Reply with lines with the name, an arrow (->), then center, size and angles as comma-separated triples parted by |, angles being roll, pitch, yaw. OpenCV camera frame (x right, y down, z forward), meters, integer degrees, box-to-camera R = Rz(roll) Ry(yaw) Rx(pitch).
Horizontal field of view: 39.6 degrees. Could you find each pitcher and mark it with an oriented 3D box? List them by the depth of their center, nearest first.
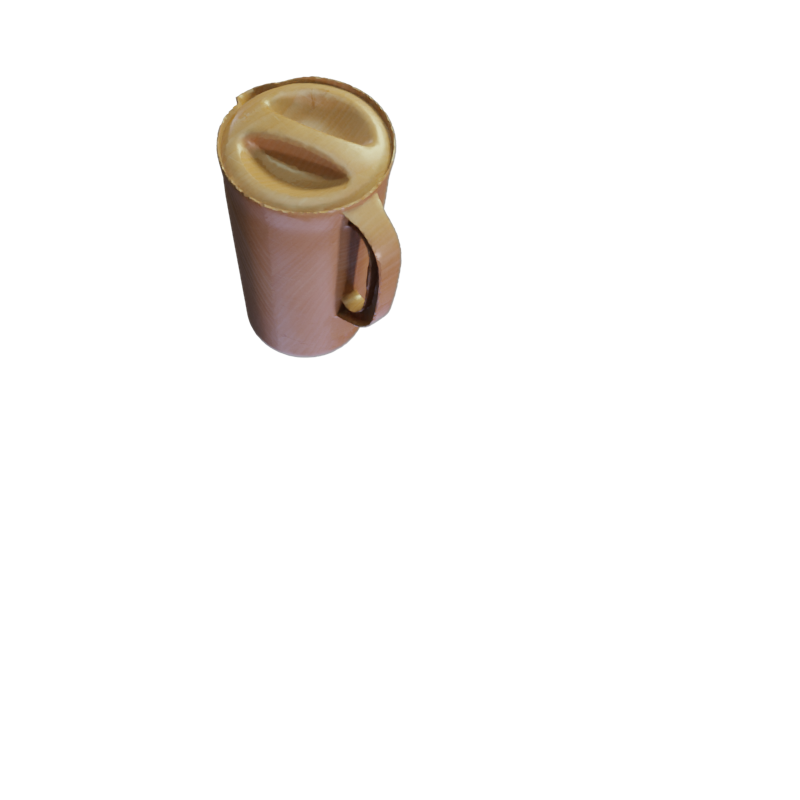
pitcher -> -0.071, -0.129, 0.903 | 0.145, 0.158, 0.228 | 7, -31, 1
